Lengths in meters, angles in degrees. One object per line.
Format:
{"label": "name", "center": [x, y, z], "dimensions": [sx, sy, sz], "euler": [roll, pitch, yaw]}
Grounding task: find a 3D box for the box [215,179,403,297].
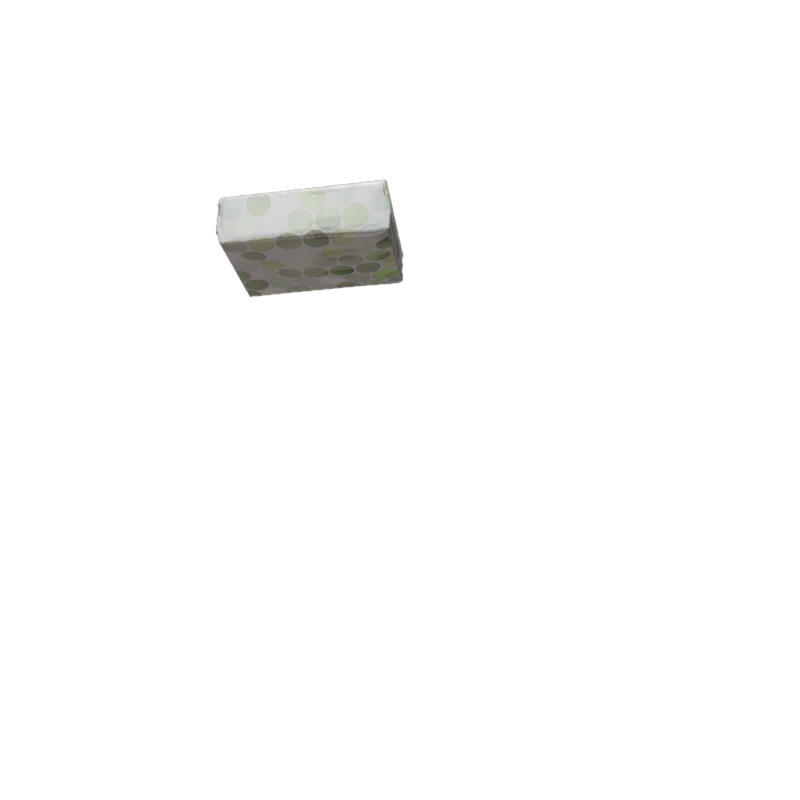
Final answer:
{"label": "box", "center": [-0.058, -0.106, 0.742], "dimensions": [0.114, 0.041, 0.085], "euler": [-3, -19, 7]}
